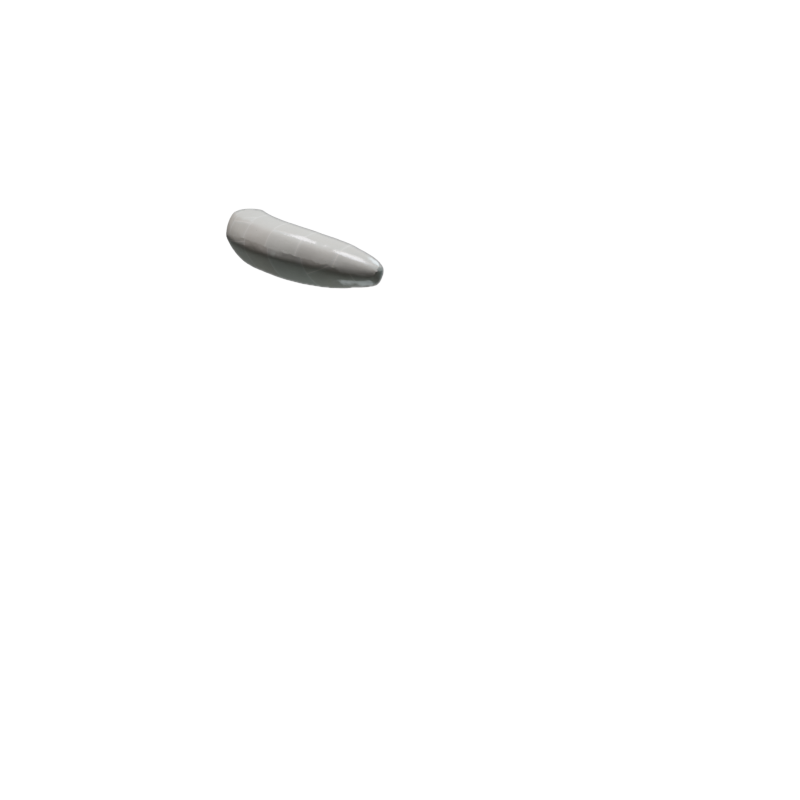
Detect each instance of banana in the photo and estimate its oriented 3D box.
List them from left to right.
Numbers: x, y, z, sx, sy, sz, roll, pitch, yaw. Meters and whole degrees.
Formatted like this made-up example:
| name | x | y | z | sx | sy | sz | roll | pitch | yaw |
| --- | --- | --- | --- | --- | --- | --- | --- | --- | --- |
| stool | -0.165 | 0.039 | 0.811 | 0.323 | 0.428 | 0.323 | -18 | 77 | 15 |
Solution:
| name | x | y | z | sx | sy | sz | roll | pitch | yaw |
| --- | --- | --- | --- | --- | --- | --- | --- | --- | --- |
| banana | -0.079 | -0.110 | 0.776 | 0.068 | 0.035 | 0.209 | -7 | 19 | -22 |
